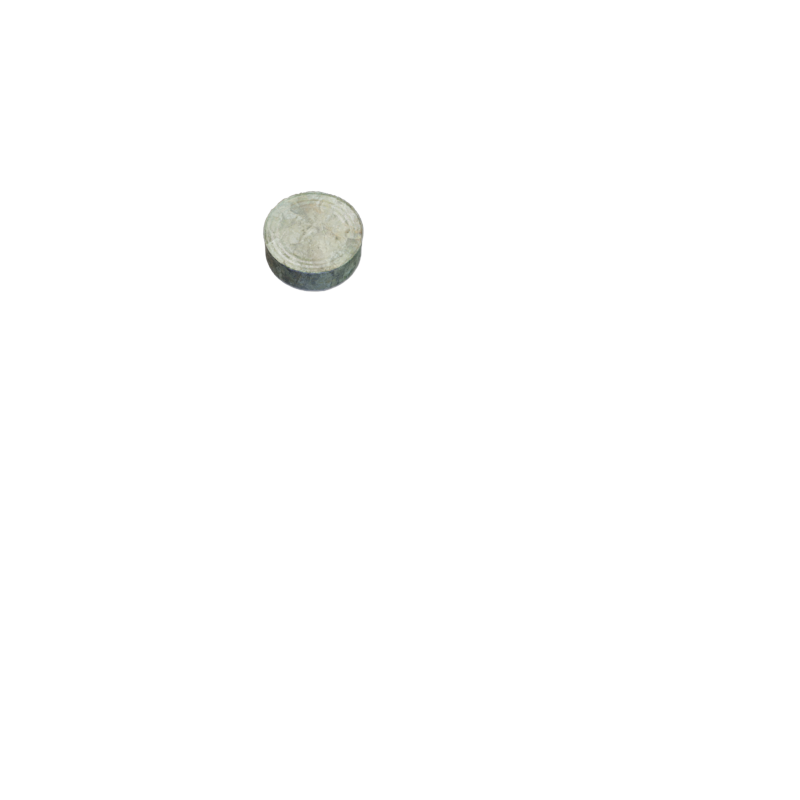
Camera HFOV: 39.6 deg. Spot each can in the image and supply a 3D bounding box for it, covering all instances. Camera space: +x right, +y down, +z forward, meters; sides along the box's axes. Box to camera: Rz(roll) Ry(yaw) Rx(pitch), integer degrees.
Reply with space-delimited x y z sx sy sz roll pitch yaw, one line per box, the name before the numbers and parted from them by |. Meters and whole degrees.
can | -0.075 -0.137 0.957 0.086 0.092 0.031 -1 -32 -1
